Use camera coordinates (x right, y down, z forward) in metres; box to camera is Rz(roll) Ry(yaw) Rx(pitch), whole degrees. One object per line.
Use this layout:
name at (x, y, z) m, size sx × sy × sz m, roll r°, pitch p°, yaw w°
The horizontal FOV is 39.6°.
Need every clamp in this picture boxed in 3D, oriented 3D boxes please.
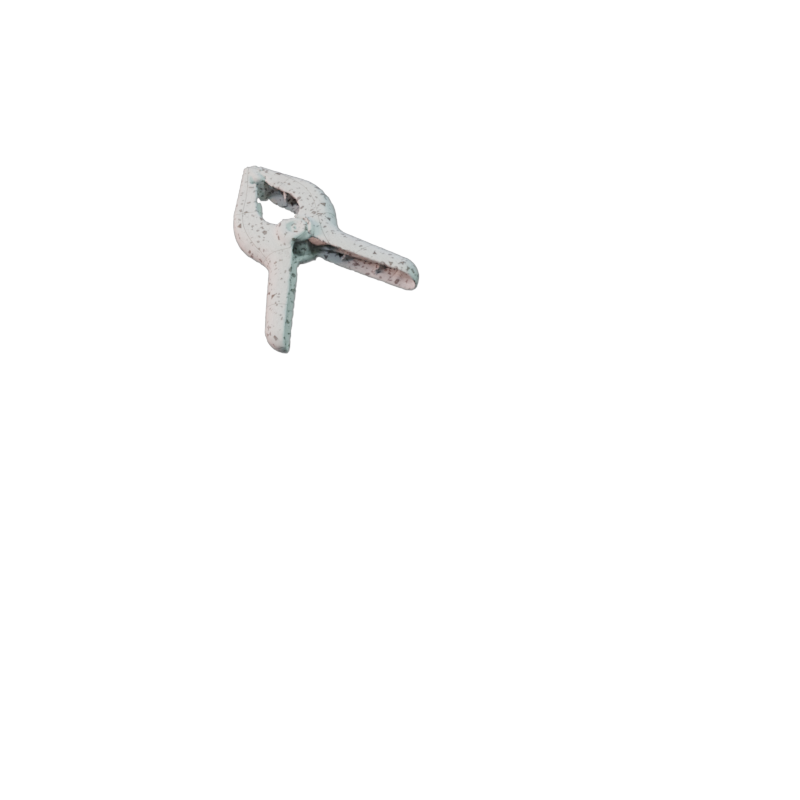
clamp at (-0.065, -0.119, 0.835) m, size 0.119 × 0.185 × 0.037 m, roll -17°, pitch -35°, yaw -12°
